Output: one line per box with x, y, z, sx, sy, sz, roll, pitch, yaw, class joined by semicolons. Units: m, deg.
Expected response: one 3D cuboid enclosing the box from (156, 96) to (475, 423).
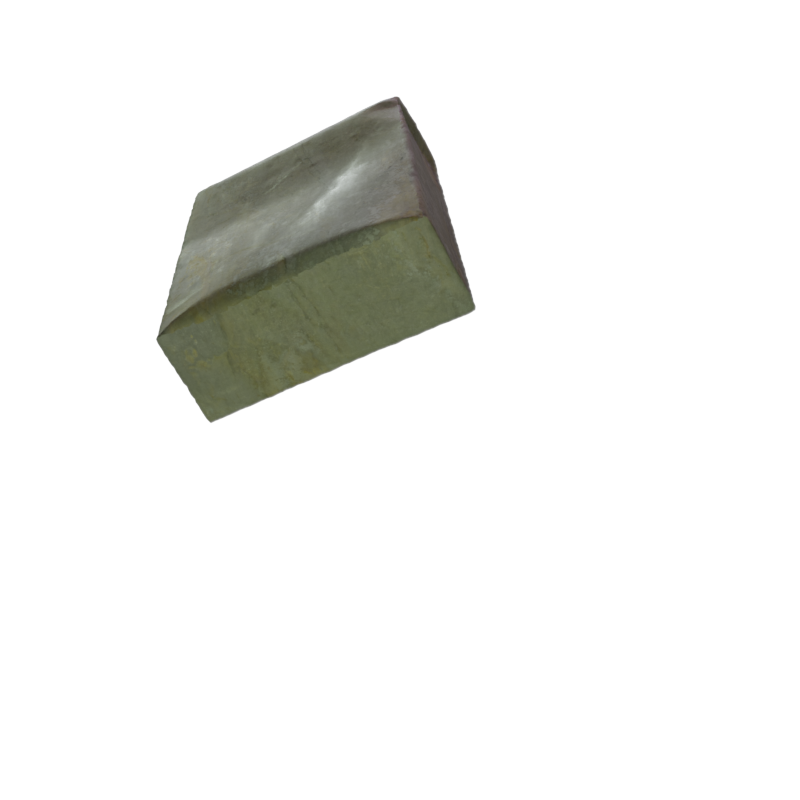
-0.054;-0.098;0.685;0.164;0.067;0.227;-24;30;10;box
